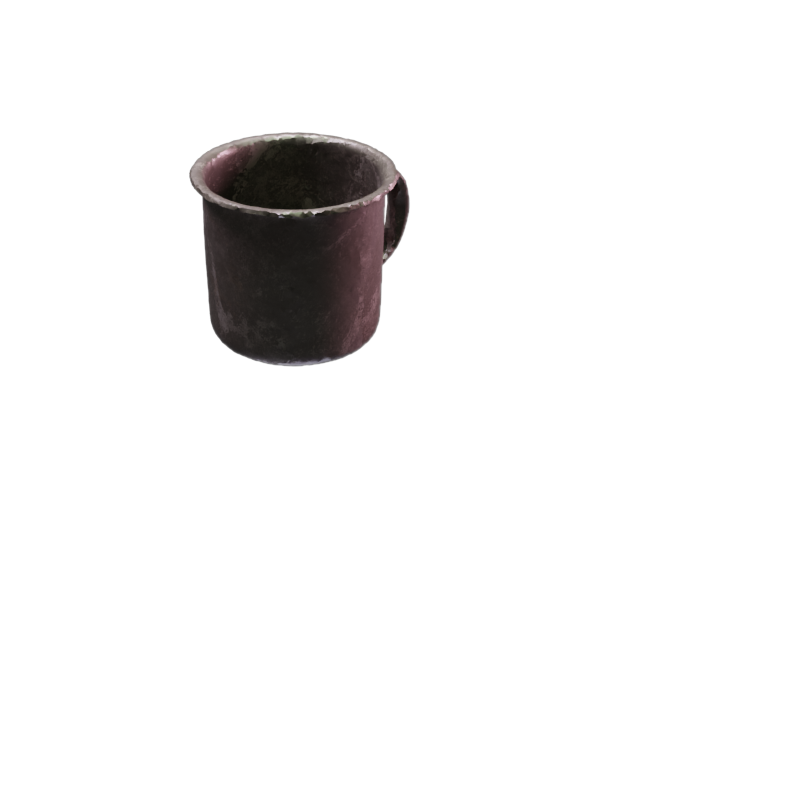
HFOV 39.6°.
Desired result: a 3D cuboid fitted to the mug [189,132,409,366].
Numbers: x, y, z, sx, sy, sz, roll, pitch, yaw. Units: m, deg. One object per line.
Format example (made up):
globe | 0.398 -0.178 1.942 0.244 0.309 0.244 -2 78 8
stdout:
mug | -0.041 -0.074 0.521 0.099 0.077 0.117 27 40 36
